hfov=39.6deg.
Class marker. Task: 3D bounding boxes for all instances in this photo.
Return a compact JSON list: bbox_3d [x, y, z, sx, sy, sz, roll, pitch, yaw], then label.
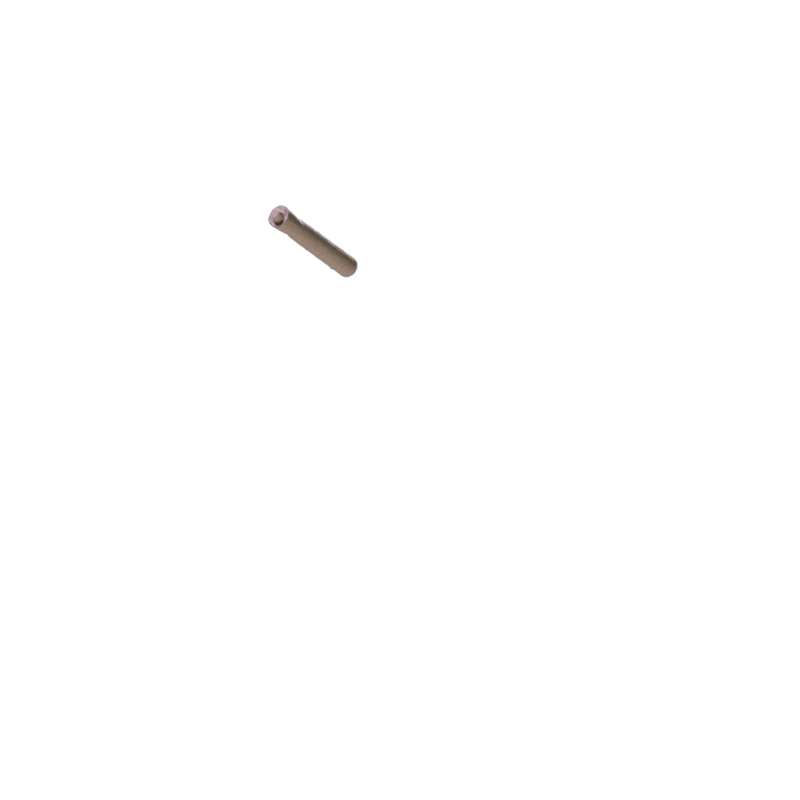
[{"bbox_3d":[-0.071,-0.130,0.907,0.020,0.020,0.113,3,-15,30],"label":"marker"}]
